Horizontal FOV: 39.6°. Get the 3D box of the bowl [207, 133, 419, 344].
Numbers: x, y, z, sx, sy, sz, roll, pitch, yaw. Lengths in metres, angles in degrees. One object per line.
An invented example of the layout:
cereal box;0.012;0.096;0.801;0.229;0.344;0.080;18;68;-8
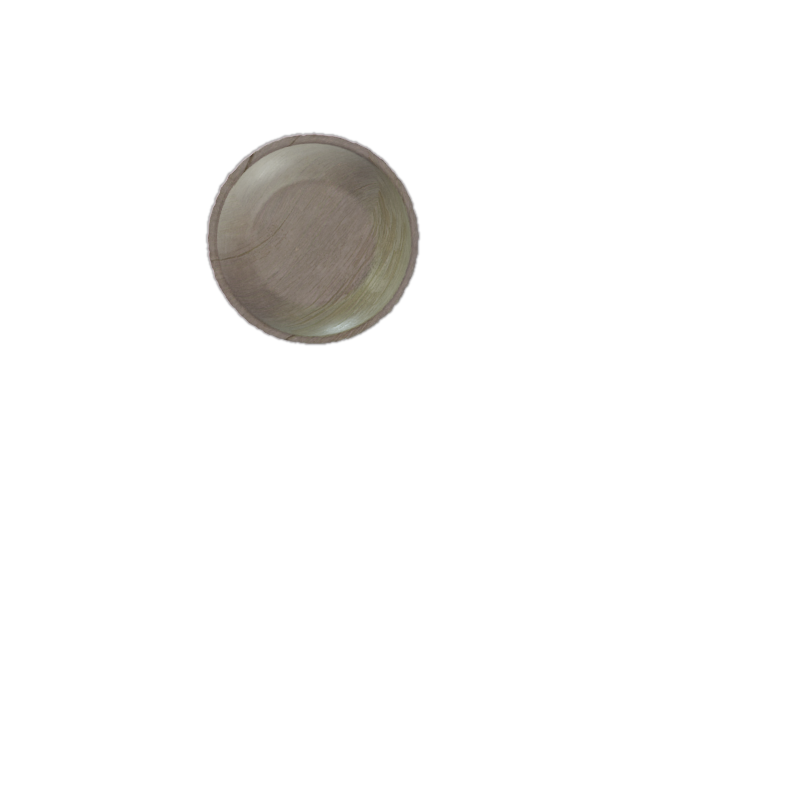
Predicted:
bowl;-0.064;-0.117;0.821;0.162;0.161;0.056;0;4;0
